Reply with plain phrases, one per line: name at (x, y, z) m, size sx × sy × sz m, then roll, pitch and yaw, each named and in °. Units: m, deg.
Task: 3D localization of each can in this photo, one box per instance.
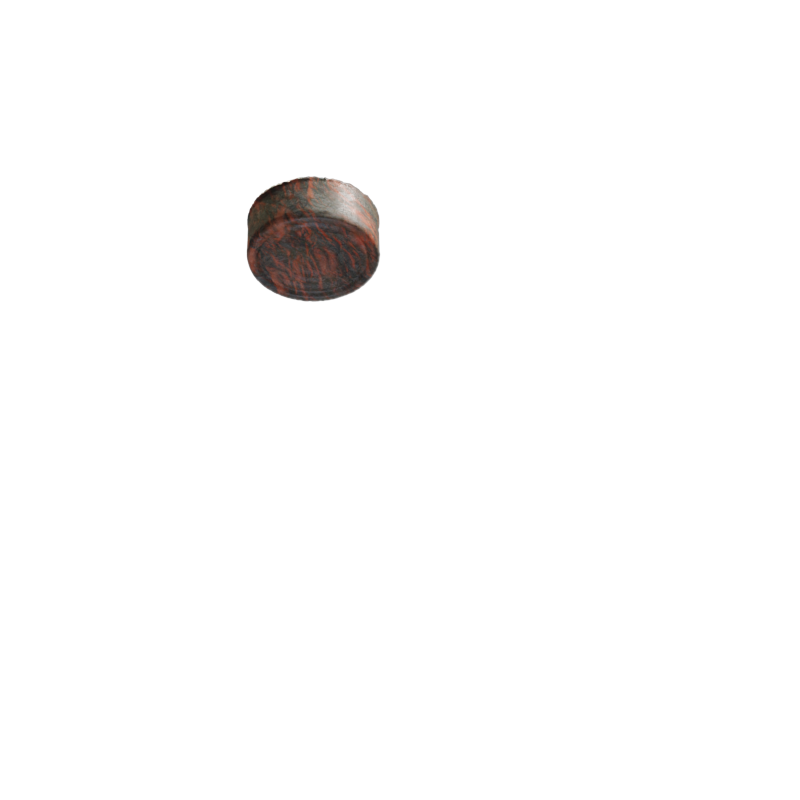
can at (-0.055, -0.101, 0.708) m, size 0.086 × 0.036 × 0.080 m, roll 1°, pitch -37°, yaw -2°
